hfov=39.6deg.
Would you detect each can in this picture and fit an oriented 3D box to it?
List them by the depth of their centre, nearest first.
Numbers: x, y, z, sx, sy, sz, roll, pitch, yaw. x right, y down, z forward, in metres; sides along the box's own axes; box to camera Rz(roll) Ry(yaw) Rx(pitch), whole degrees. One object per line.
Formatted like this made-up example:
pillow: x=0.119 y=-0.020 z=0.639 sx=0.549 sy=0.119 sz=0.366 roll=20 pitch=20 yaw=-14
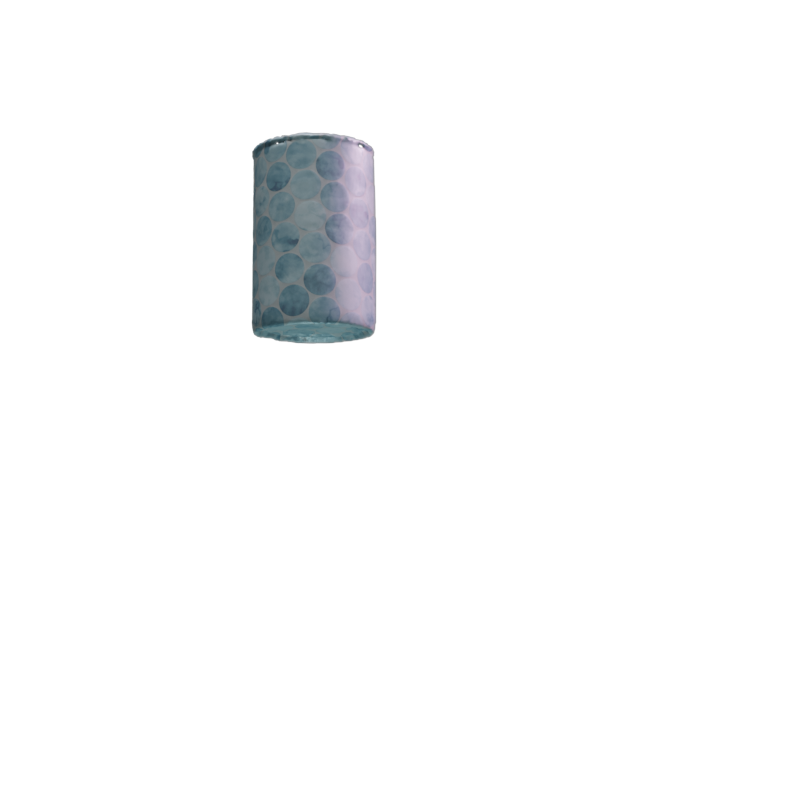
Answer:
can: x=-0.047 y=-0.086 z=0.603 sx=0.068 sy=0.105 sz=0.067 roll=0 pitch=-12 yaw=-2
